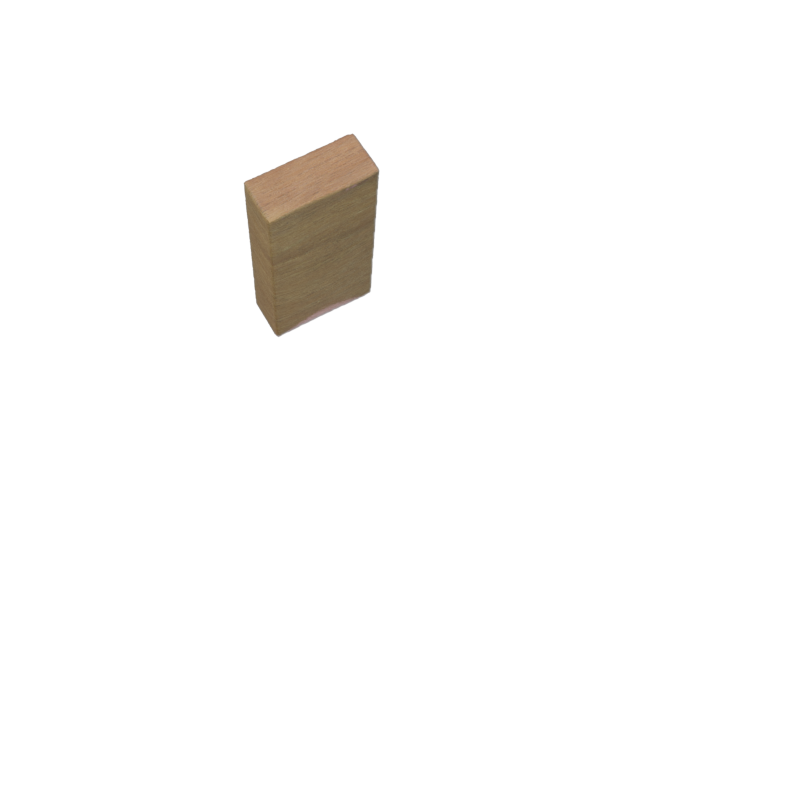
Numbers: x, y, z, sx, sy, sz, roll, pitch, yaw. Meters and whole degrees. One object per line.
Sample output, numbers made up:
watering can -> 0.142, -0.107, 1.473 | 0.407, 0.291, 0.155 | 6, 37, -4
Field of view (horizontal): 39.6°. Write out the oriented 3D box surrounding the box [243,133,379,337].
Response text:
box -> -0.067, -0.122, 0.854 | 0.093, 0.051, 0.167 | -27, -19, -15
